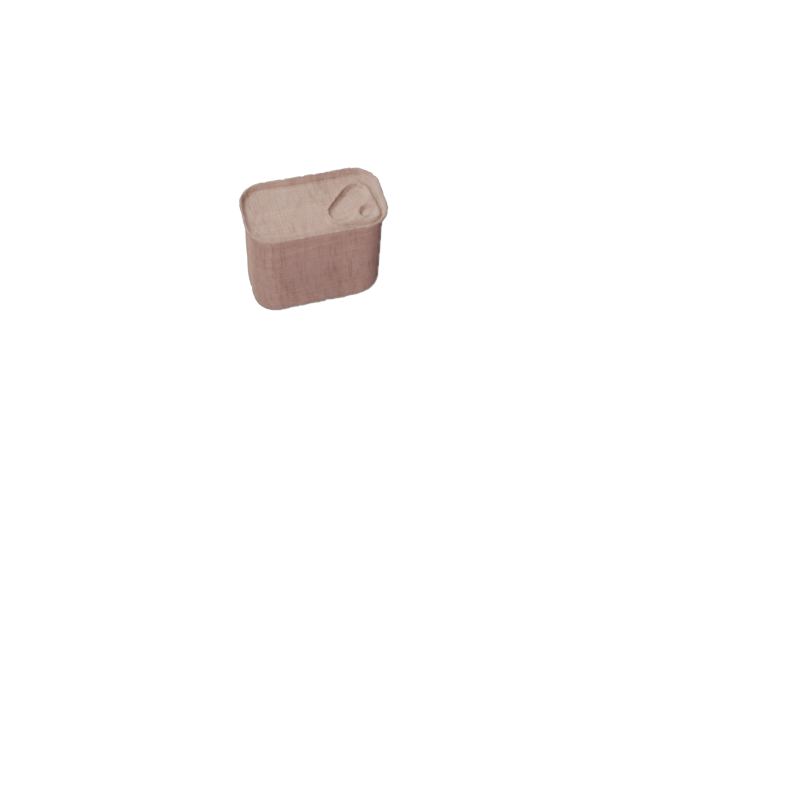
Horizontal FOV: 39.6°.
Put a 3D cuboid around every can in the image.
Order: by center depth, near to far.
[{"bbox_3d":[-0.063,-0.115,0.808,0.101,0.062,0.078,-11,-34,-10],"label":"can"}]
